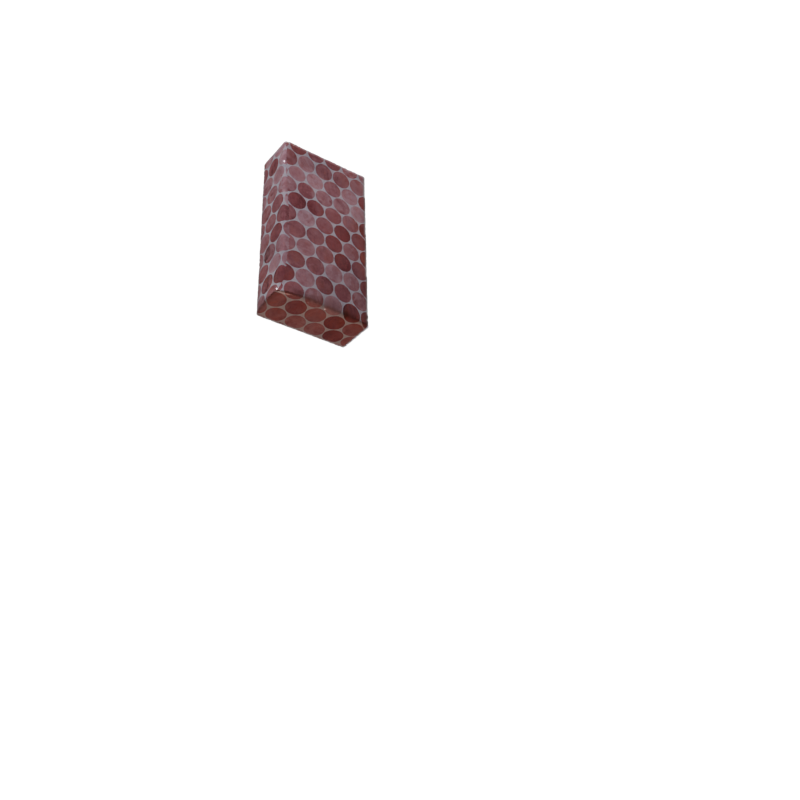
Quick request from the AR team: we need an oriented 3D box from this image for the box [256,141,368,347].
[{"bbox_3d":[-0.078,-0.142,0.996,0.089,0.189,0.047,21,-44,-27],"label":"box"}]
